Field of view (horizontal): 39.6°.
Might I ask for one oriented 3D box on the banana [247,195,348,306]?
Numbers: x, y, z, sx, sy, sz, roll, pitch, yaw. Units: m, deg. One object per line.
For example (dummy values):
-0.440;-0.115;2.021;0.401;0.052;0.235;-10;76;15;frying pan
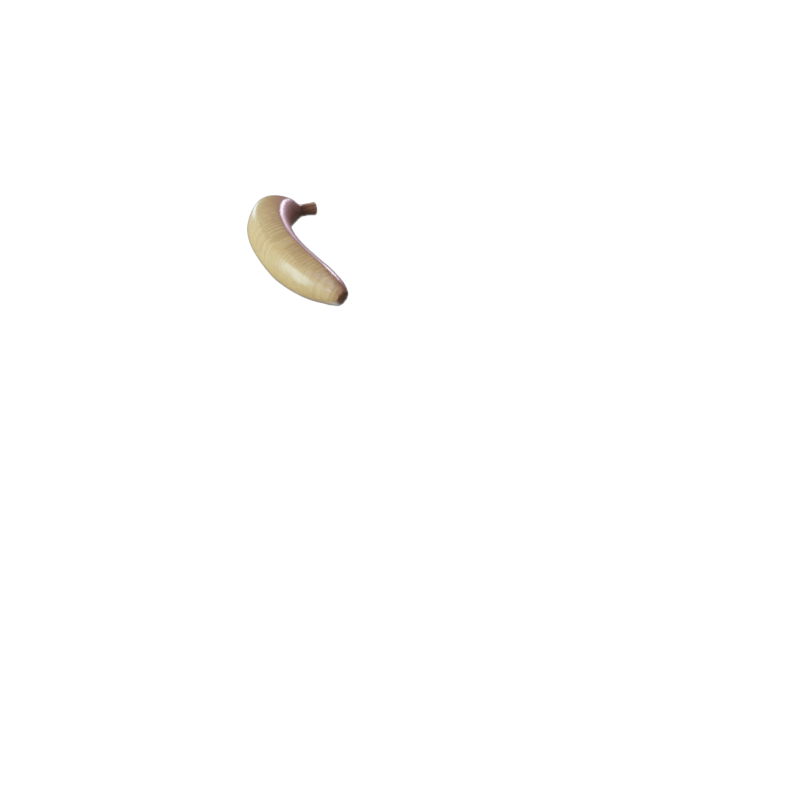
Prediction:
-0.091;-0.132;0.922;0.069;0.035;0.212;-5;31;-9;banana
